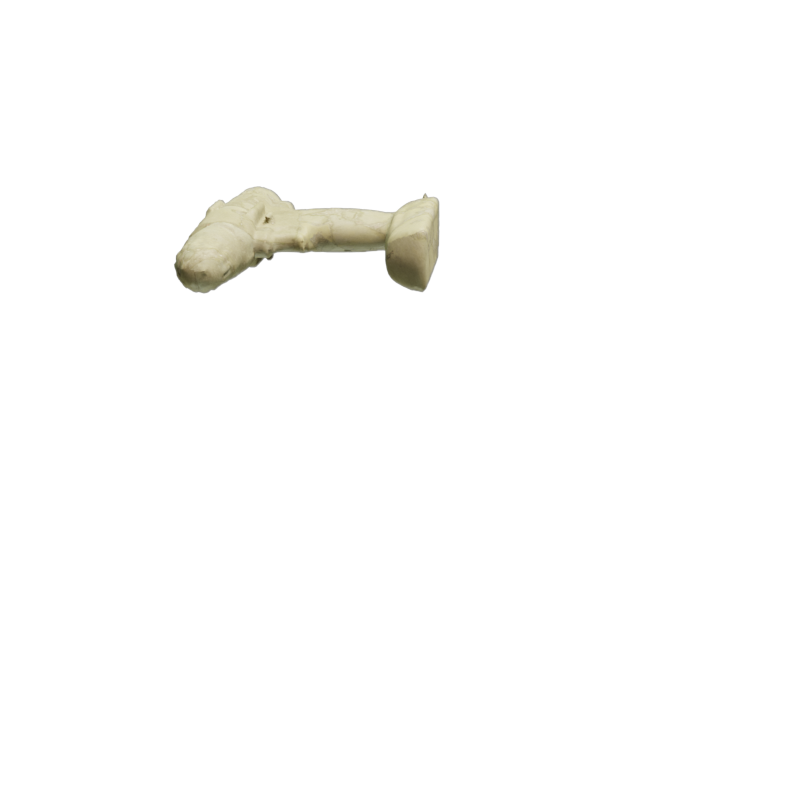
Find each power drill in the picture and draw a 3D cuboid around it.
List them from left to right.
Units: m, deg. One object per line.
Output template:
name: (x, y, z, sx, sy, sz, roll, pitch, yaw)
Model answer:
power drill: (-0.068, -0.124, 0.868, 0.191, 0.055, 0.191, 5, 26, 10)
